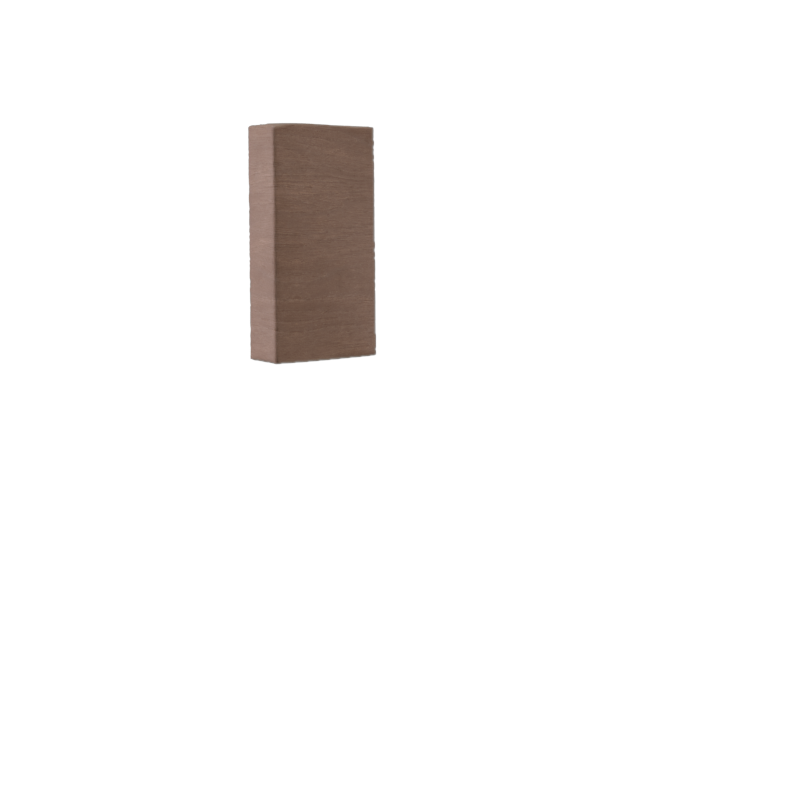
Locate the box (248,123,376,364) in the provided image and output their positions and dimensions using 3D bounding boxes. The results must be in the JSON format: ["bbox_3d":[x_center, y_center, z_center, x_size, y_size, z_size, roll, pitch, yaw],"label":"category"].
[{"bbox_3d":[-0.066,-0.120,0.838,0.090,0.175,0.050,-3,5,-34],"label":"box"}]
